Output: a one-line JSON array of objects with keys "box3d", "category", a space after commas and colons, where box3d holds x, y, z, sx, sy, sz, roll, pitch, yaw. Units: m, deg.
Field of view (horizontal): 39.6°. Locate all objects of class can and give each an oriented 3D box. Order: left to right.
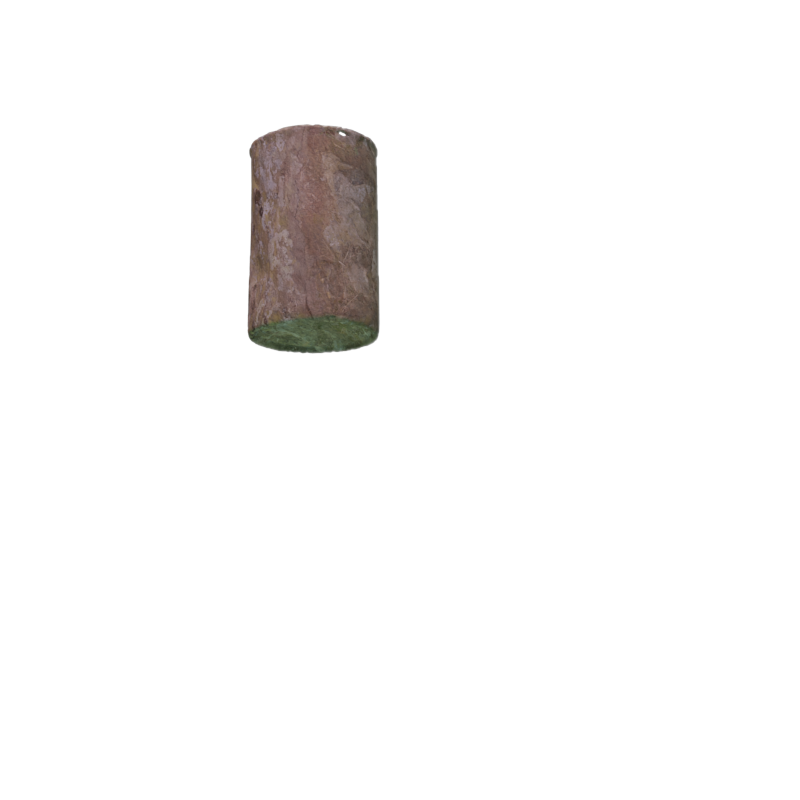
[{"box3d": [-0.045, -0.081, 0.569, 0.068, 0.107, 0.066, 0, -17, -2], "category": "can"}]
